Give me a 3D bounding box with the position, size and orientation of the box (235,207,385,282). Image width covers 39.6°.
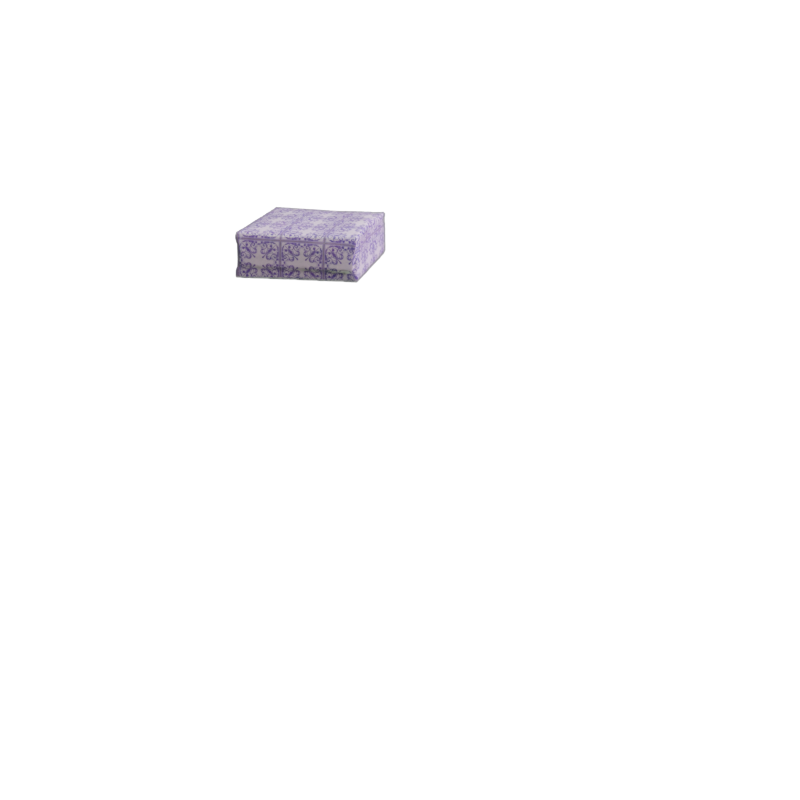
[{"bbox_3d":[-0.052,-0.096,0.670,0.074,0.029,0.091,4,19,11],"label":"box"}]
